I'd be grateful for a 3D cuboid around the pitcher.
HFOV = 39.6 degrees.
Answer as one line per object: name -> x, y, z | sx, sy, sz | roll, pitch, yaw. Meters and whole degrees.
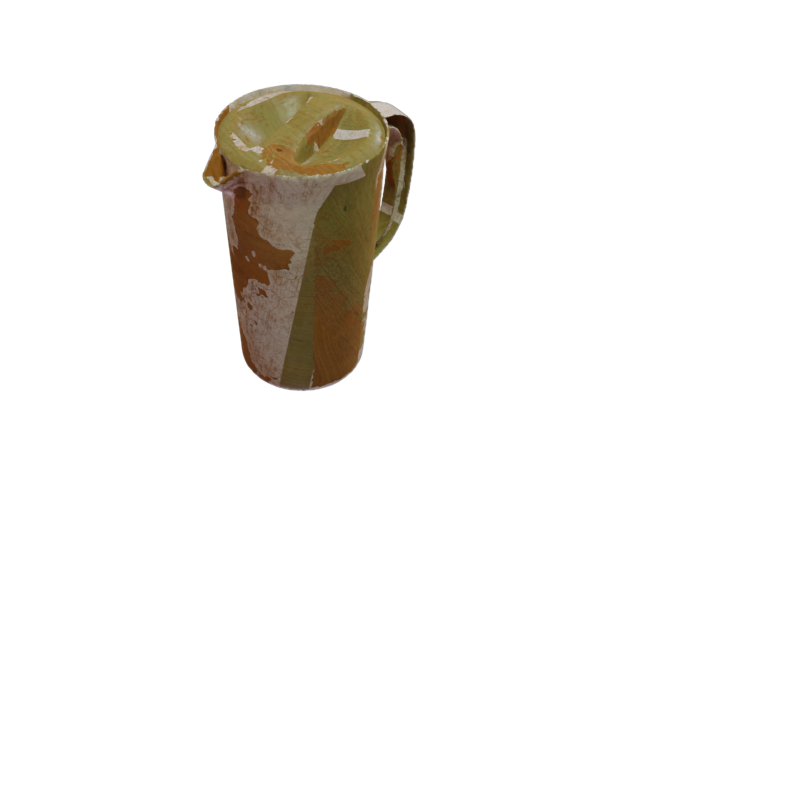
pitcher -> -0.072, -0.131, 0.914 | 0.151, 0.226, 0.154 | 7, 42, 5
